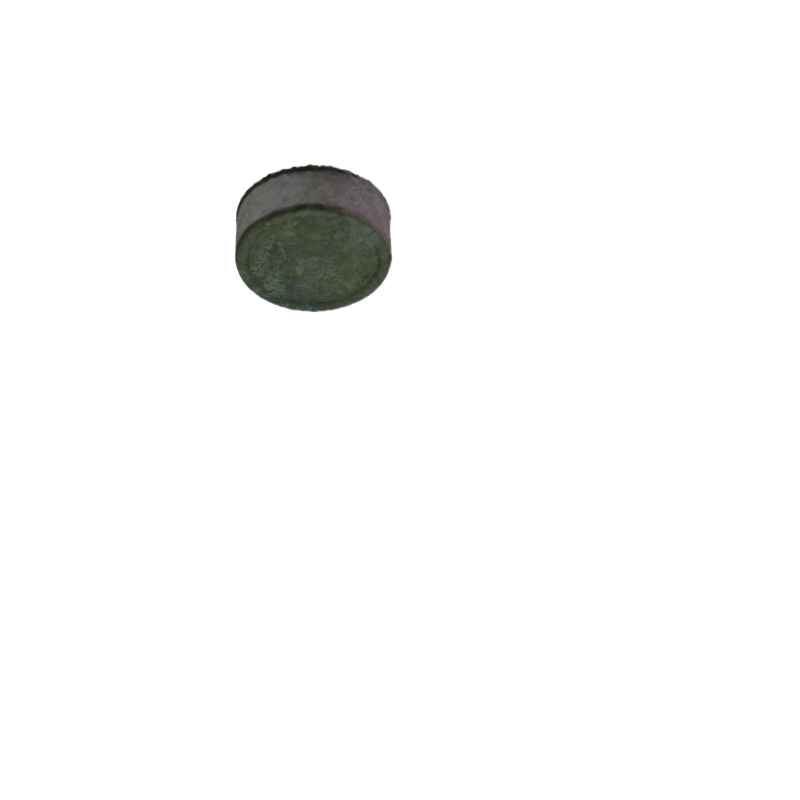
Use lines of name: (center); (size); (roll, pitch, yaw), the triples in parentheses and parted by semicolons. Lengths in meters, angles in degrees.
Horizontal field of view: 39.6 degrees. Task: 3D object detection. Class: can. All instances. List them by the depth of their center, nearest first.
can: (-0.047, -0.086, 0.602); (0.086, 0.036, 0.080); (1, -37, -2)
